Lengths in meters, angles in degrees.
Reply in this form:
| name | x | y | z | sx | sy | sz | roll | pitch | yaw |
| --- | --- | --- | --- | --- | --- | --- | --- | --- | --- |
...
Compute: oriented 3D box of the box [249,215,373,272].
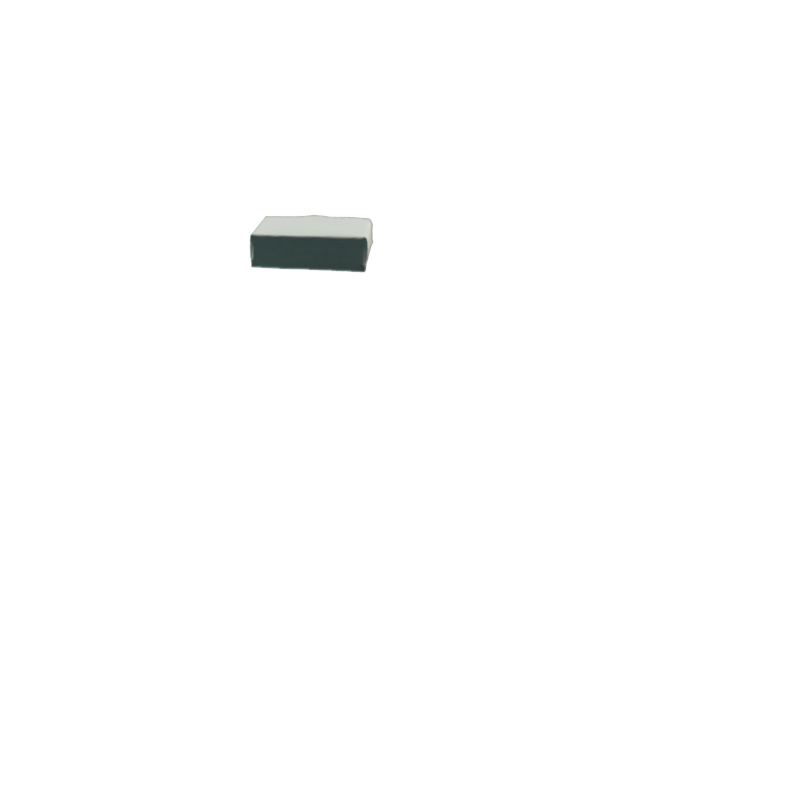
| name | x | y | z | sx | sy | sz | roll | pitch | yaw |
| --- | --- | --- | --- | --- | --- | --- | --- | --- | --- |
| box | -0.067 | -0.123 | 0.859 | 0.090 | 0.029 | 0.075 | 2 | 19 | 4 |
